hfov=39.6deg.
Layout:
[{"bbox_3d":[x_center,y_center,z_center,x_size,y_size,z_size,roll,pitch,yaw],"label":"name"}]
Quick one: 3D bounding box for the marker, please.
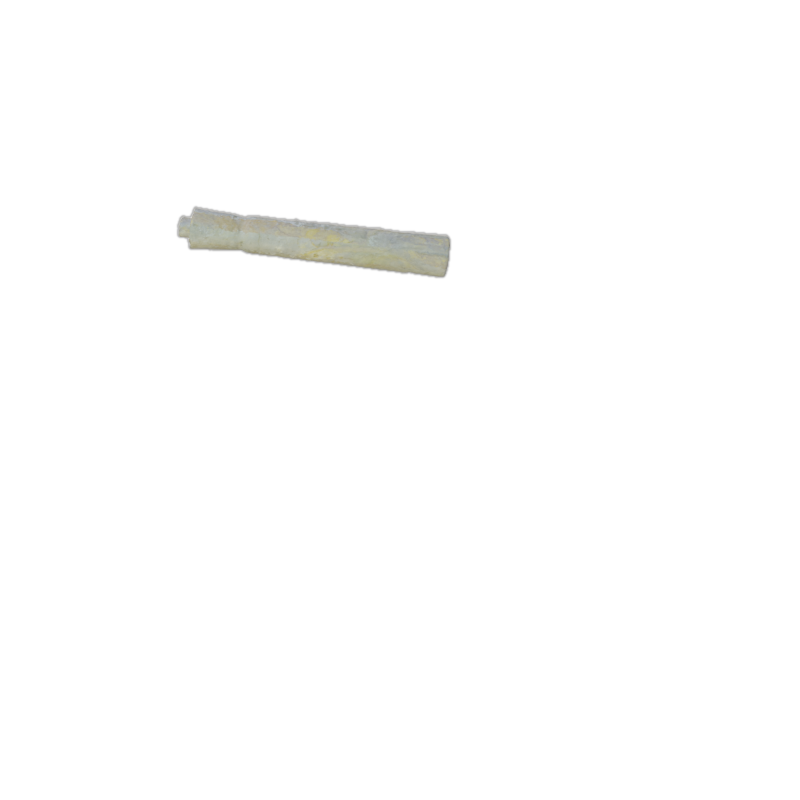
[{"bbox_3d":[-0.039,-0.071,0.497,0.121,0.020,0.020,7,4,1],"label":"marker"}]
